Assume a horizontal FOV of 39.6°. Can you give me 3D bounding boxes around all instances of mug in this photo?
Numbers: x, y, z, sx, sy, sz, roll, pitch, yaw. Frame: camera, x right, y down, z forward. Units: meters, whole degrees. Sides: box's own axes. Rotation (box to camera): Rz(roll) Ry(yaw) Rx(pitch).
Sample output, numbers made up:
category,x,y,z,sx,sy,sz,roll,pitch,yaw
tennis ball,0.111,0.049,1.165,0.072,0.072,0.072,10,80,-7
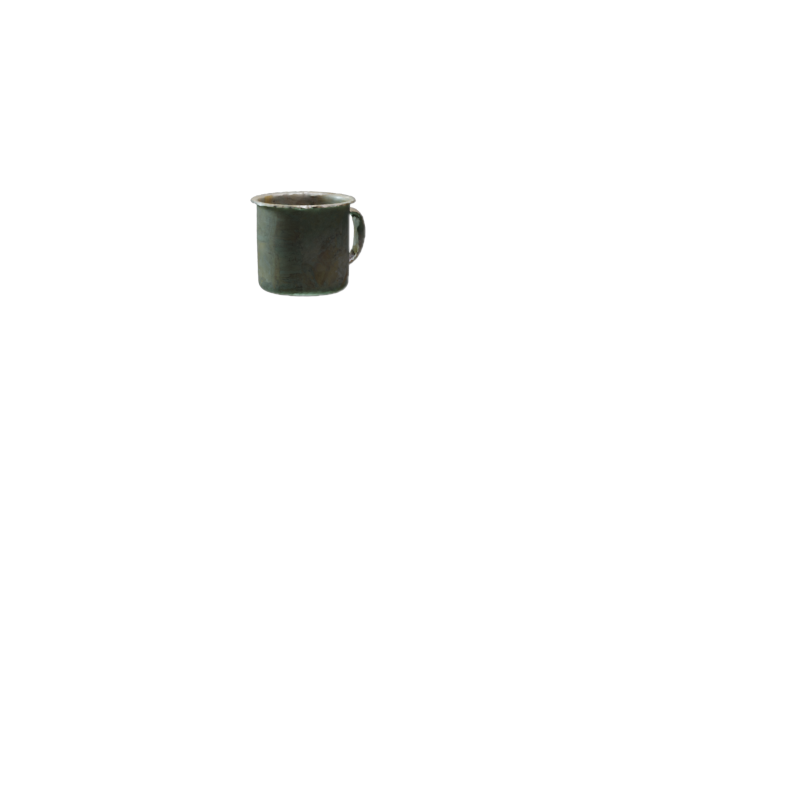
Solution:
category,x,y,z,sx,sy,sz,roll,pitch,yaw
mug,-0.078,-0.142,0.994,0.114,0.079,0.098,-15,21,-42
